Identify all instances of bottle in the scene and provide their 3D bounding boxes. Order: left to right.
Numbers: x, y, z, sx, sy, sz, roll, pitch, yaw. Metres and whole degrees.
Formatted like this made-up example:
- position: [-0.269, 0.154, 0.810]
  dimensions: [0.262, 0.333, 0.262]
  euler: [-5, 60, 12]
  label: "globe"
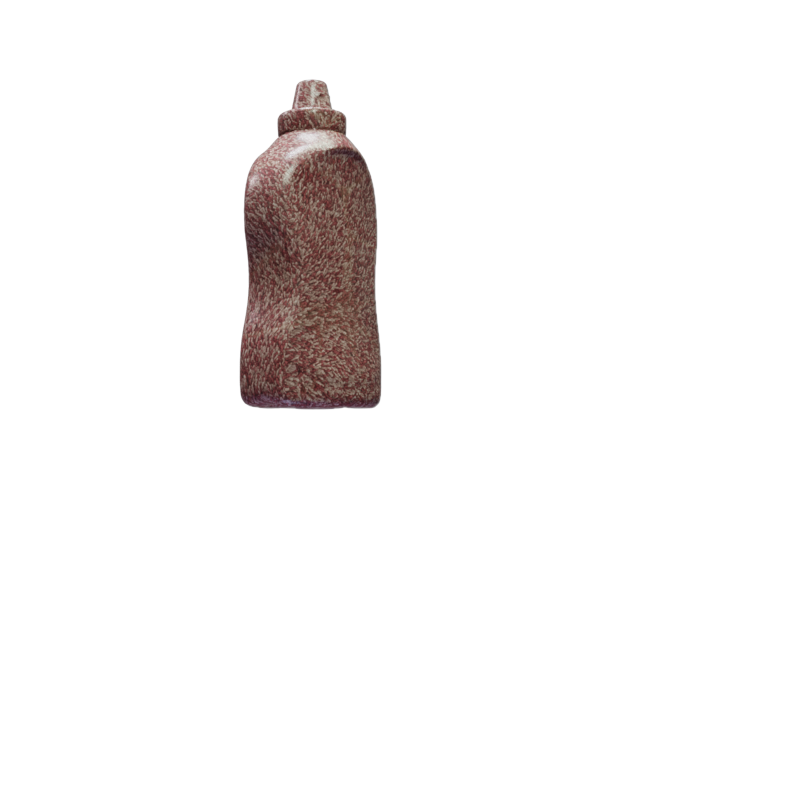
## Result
- position: [-0.051, -0.092, 0.644]
  dimensions: [0.060, 0.196, 0.091]
  euler: [-7, -11, 37]
  label: "bottle"
